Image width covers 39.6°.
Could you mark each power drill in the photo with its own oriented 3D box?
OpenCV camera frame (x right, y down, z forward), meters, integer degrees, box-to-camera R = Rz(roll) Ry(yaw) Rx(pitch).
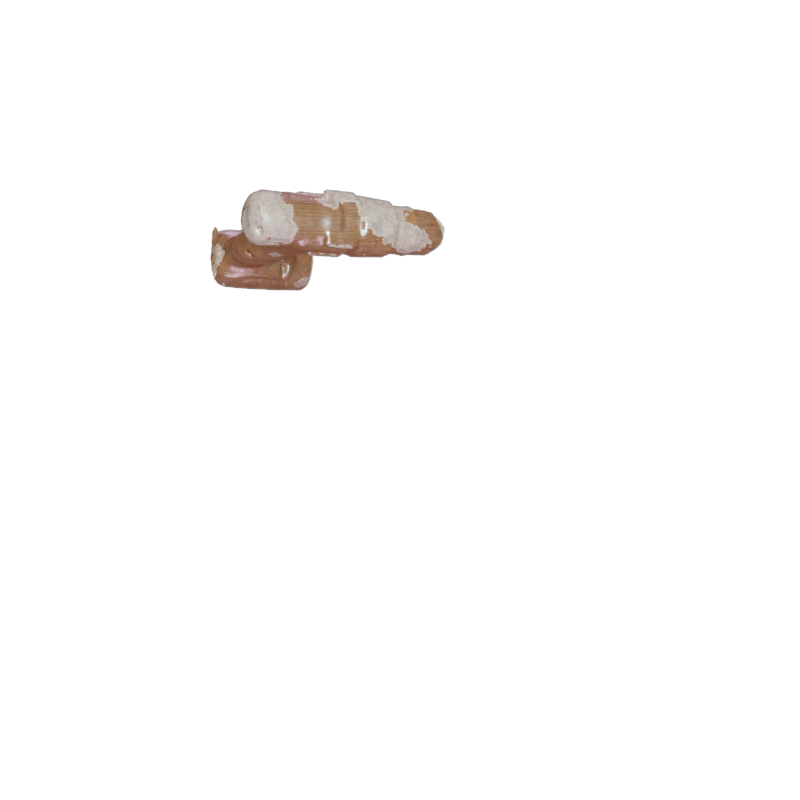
[{"bbox_3d":[-0.078,-0.143,0.999,0.178,0.059,0.189,4,-9,-27],"label":"power drill"}]
